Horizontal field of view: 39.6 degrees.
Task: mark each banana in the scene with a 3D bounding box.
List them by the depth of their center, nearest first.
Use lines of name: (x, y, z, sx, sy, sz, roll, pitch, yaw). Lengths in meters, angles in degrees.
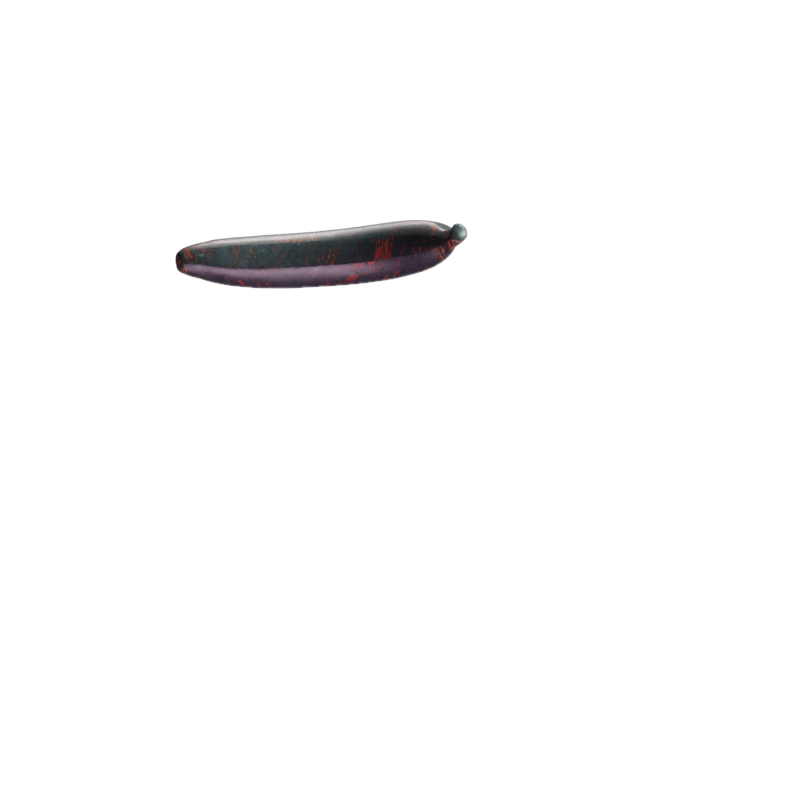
banana: (-0.048, -0.099, 0.733, 0.201, 0.038, 0.065, -5, -17, 18)
